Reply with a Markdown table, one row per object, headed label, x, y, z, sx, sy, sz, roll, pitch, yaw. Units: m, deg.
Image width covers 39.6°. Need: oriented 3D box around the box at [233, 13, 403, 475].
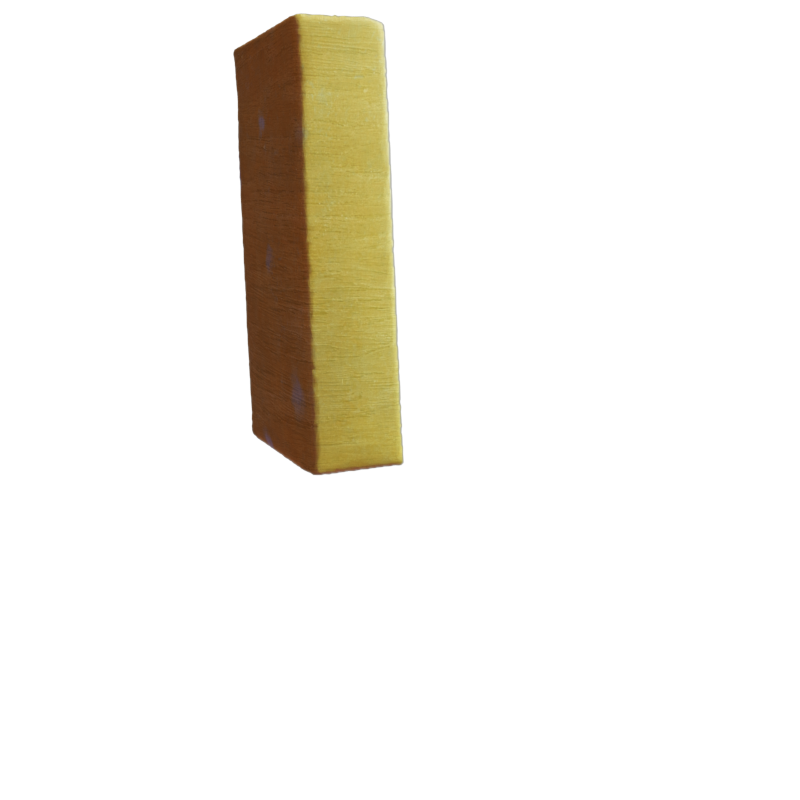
| label | x | y | z | sx | sy | sz | roll | pitch | yaw |
| --- | --- | --- | --- | --- | --- | --- | --- | --- | --- |
| box | -0.036 | -0.067 | 0.467 | 0.047 | 0.175 | 0.096 | -1 | 3 | -22 |
